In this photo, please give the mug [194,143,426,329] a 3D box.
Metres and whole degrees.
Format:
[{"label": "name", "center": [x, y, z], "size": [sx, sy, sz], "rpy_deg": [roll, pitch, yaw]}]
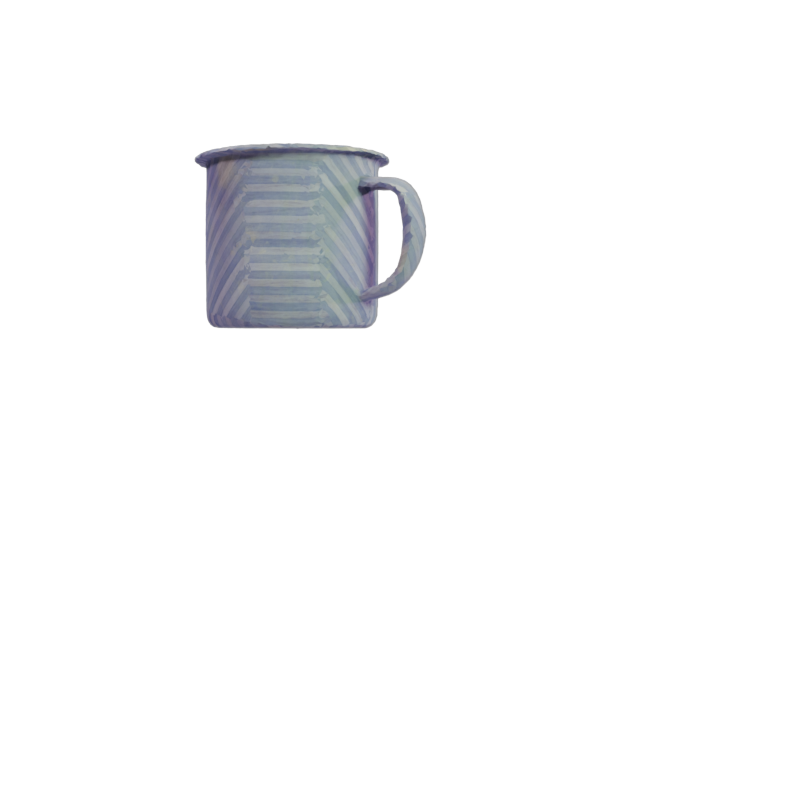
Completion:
[{"label": "mug", "center": [-0.041, -0.074, 0.522], "size": [0.121, 0.082, 0.090], "rpy_deg": [1, 1, 30]}]
